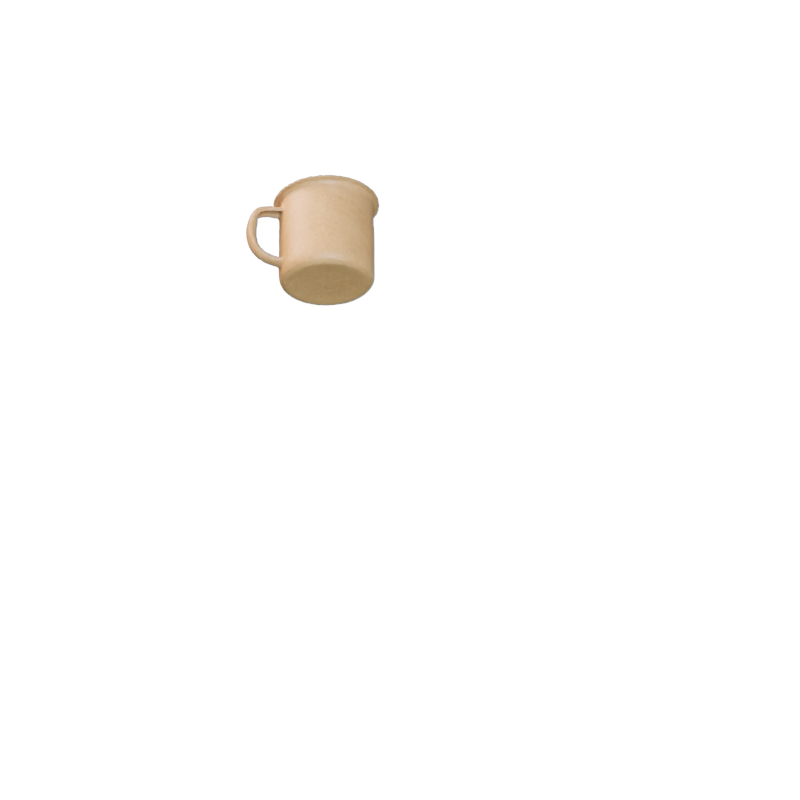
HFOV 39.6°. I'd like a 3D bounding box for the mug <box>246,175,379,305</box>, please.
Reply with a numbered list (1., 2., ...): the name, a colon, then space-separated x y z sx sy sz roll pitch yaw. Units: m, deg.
1. mug: -0.075 -0.136 0.953 0.114 0.087 0.090 8 -30 -17
